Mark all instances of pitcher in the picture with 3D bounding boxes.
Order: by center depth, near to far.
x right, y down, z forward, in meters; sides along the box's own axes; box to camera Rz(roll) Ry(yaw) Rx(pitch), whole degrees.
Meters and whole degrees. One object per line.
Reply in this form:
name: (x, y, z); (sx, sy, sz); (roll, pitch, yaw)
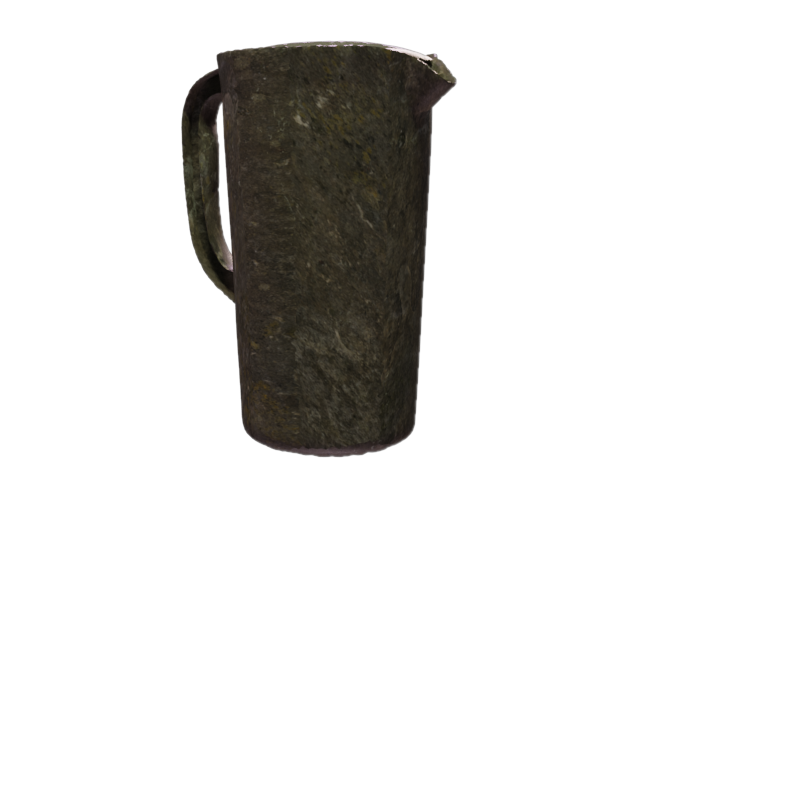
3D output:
pitcher: (-0.054, -0.098, 0.684); (0.142, 0.239, 0.155); (-2, 8, -17)
